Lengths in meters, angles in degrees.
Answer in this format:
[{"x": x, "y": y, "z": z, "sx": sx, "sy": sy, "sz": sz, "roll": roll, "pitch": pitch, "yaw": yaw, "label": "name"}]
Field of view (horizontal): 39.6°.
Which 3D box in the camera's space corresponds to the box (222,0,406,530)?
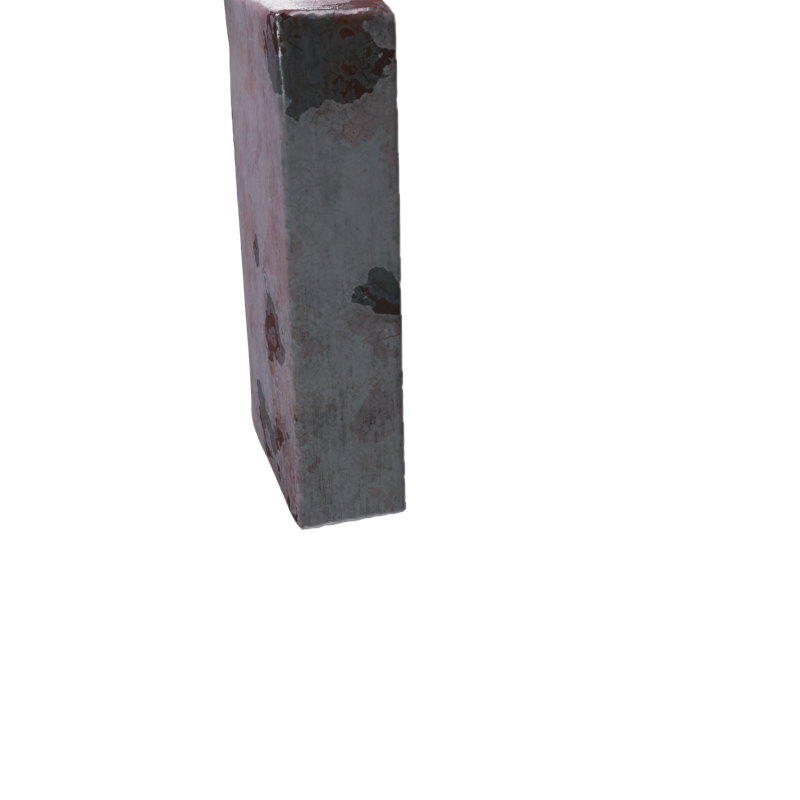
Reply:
[{"x": -0.031, "y": -0.056, "z": 0.395, "sx": 0.047, "sy": 0.168, "sz": 0.099, "roll": -5, "pitch": 22, "yaw": -16, "label": "box"}]
